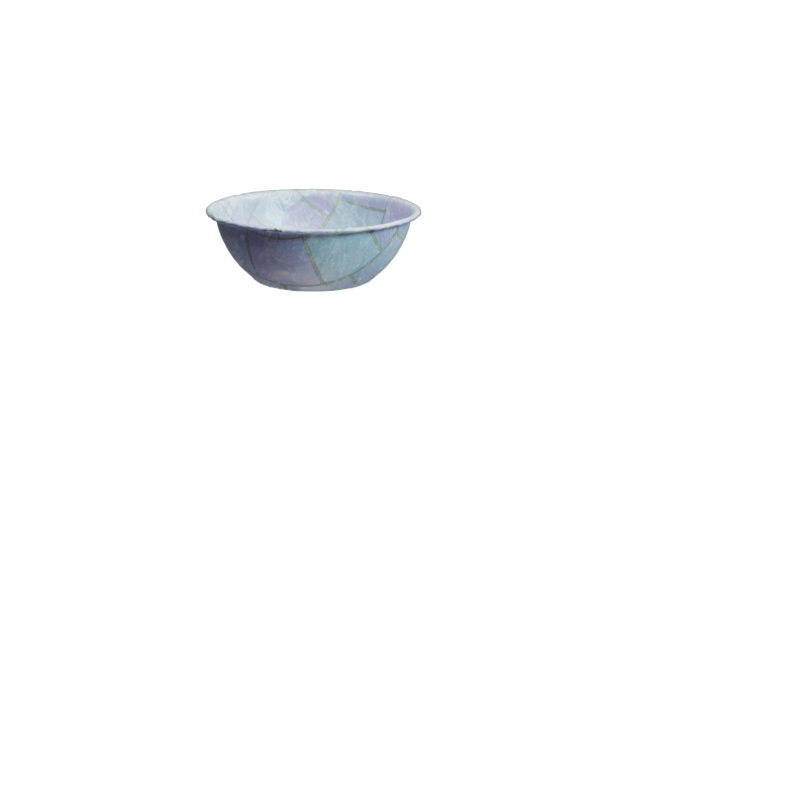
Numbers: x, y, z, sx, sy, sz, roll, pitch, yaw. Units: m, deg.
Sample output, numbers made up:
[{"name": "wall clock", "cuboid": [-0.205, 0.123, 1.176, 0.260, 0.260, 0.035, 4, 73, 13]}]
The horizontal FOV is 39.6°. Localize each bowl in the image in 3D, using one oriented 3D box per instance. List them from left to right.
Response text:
[{"name": "bowl", "cuboid": [-0.065, -0.119, 0.836, 0.162, 0.053, 0.168, -1, 19, -2]}]
